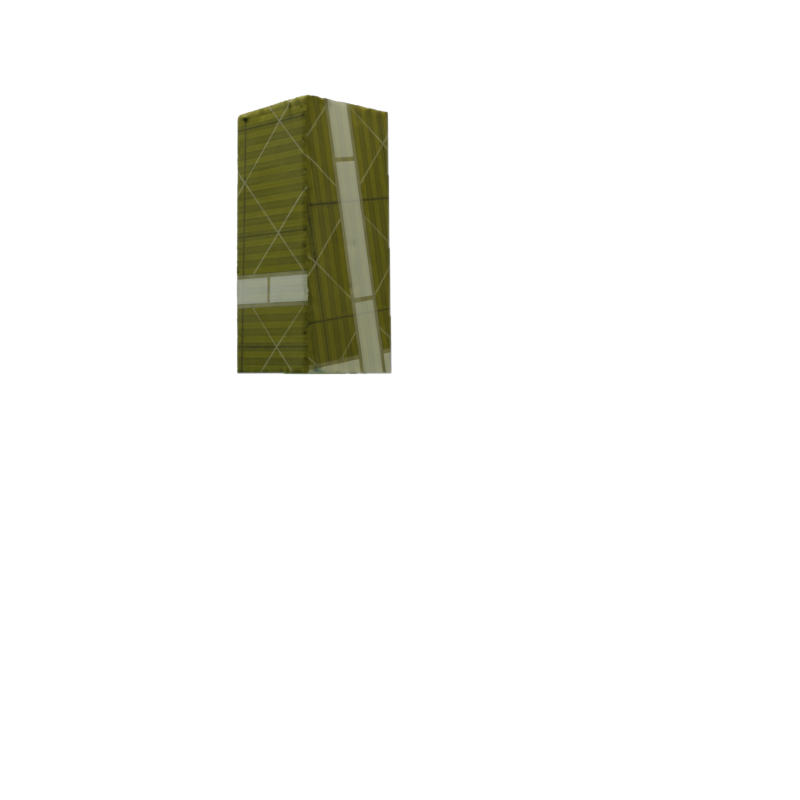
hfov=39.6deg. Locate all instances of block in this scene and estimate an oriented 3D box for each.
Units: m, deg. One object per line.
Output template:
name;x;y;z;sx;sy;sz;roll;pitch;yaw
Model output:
block;-0.069;-0.124;0.871;0.086;0.210;0.093;5;-8;-42
